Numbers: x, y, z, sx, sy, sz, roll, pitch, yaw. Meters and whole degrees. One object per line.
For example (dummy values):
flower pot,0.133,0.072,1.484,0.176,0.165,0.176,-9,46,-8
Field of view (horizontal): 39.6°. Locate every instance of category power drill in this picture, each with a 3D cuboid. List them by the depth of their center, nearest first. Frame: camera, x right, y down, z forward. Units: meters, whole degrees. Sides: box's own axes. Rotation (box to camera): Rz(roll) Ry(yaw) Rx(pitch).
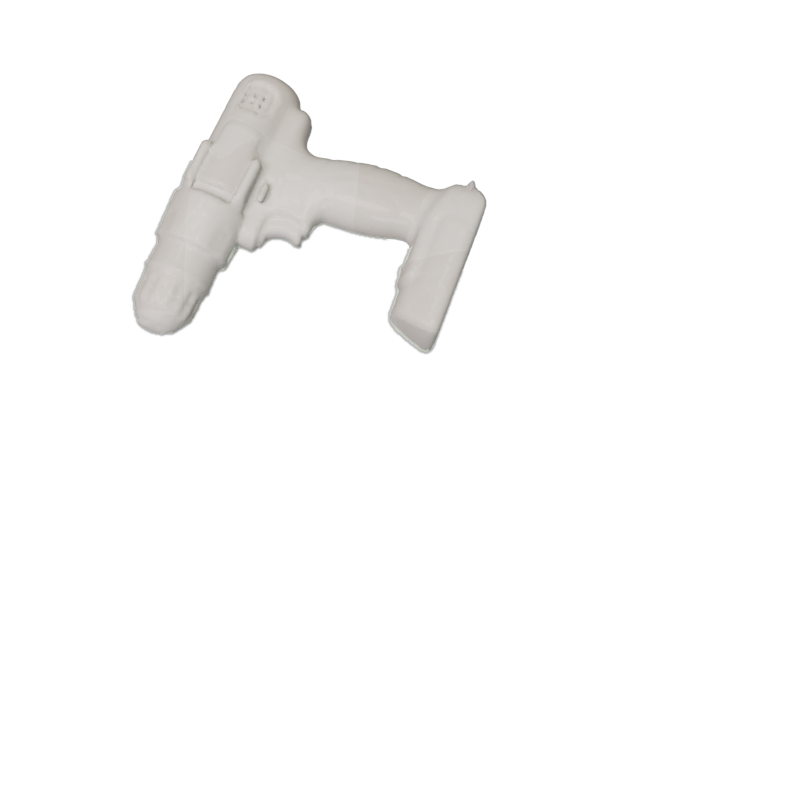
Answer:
power drill,-0.054,-0.099,0.692,0.190,0.189,0.055,22,-16,6
